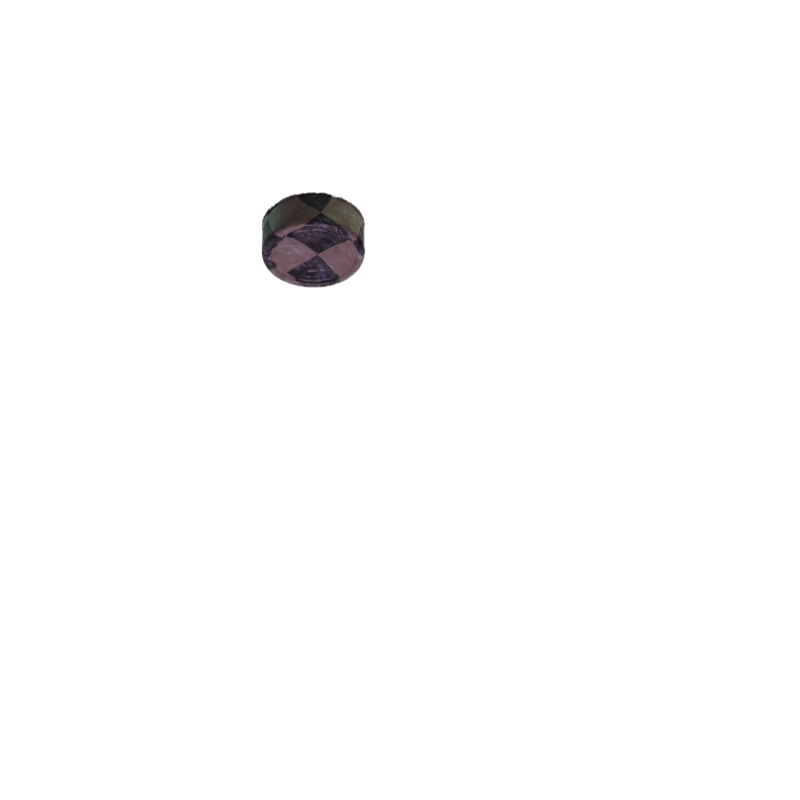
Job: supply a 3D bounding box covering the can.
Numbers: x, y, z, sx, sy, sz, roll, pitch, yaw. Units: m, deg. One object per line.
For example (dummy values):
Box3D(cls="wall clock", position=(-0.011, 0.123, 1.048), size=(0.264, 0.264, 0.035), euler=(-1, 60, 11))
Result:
Box3D(cls="can", position=(-0.071, -0.130, 0.910), size=(0.086, 0.036, 0.080), euler=(1, -35, -2))
